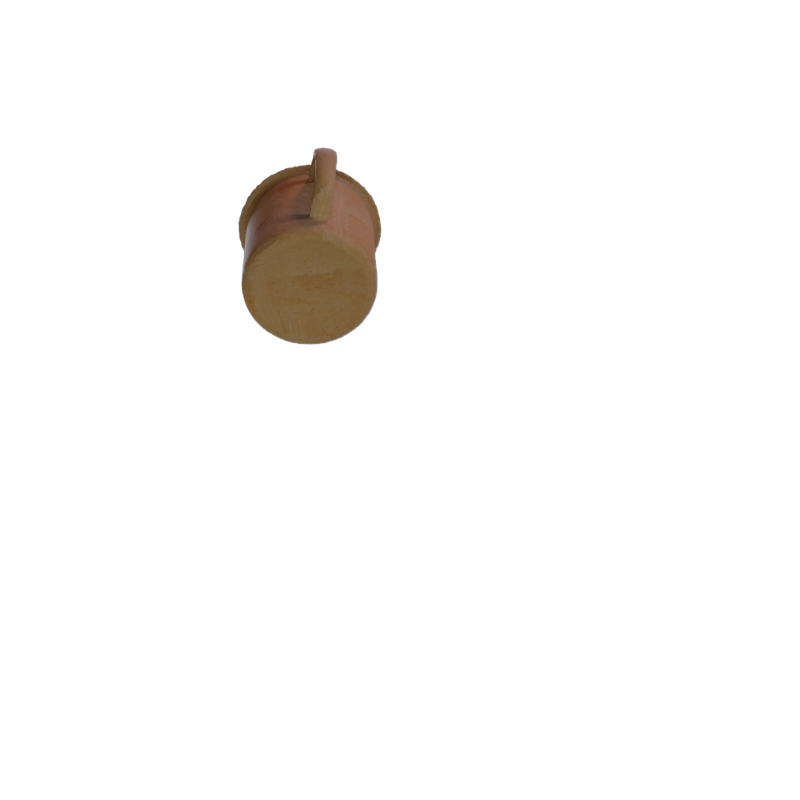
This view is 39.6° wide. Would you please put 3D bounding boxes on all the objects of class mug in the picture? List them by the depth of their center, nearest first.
[{"bbox_3d":[-0.053,-0.098,0.683,0.092,0.111,0.087,10,30,-8],"label":"mug"}]
